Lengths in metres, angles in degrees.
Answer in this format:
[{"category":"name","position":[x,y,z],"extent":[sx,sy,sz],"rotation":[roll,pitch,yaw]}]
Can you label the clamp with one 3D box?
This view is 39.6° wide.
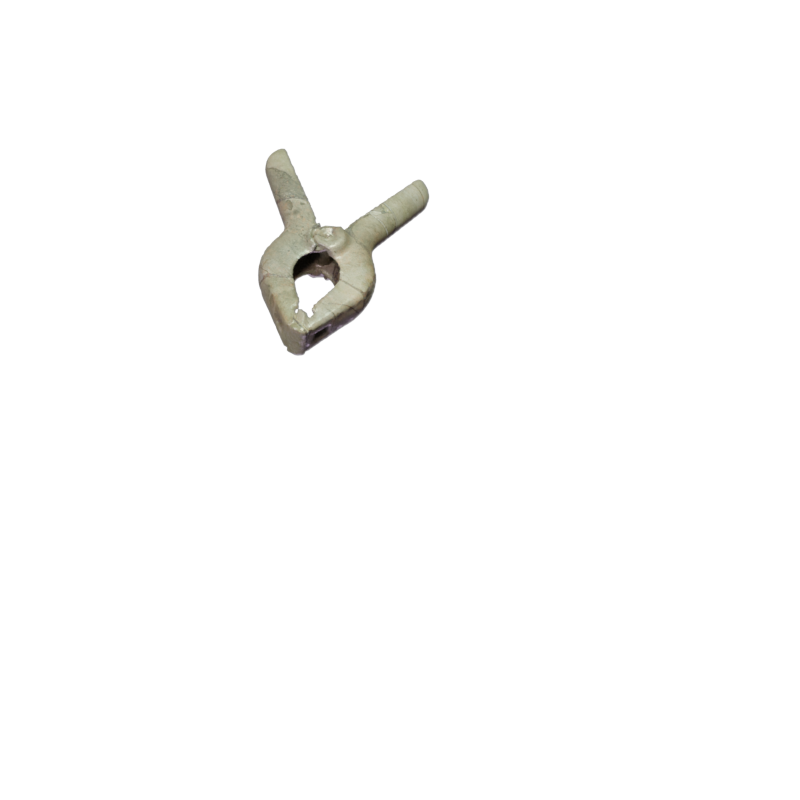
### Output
[{"category":"clamp","position":[-0.060,-0.109,0.766],"extent":[0.123,0.179,0.036],"rotation":[15,-40,13]}]
